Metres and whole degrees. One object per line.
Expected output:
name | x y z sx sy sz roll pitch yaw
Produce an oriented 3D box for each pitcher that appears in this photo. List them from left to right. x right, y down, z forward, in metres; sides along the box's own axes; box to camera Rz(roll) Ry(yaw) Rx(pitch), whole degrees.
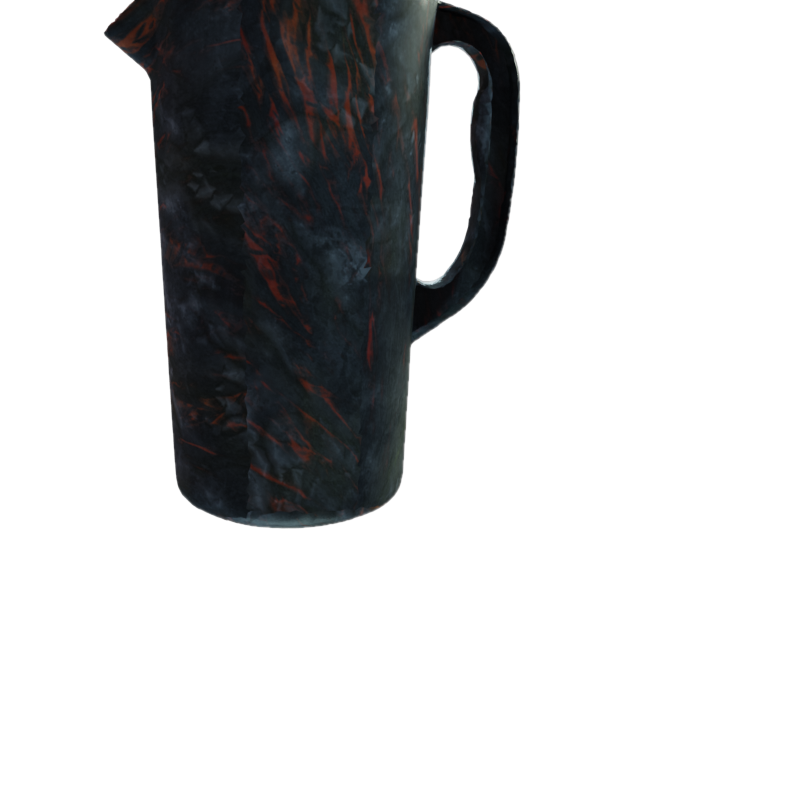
pitcher | -0.040 -0.074 0.516 0.156 0.238 0.141 7 11 35
